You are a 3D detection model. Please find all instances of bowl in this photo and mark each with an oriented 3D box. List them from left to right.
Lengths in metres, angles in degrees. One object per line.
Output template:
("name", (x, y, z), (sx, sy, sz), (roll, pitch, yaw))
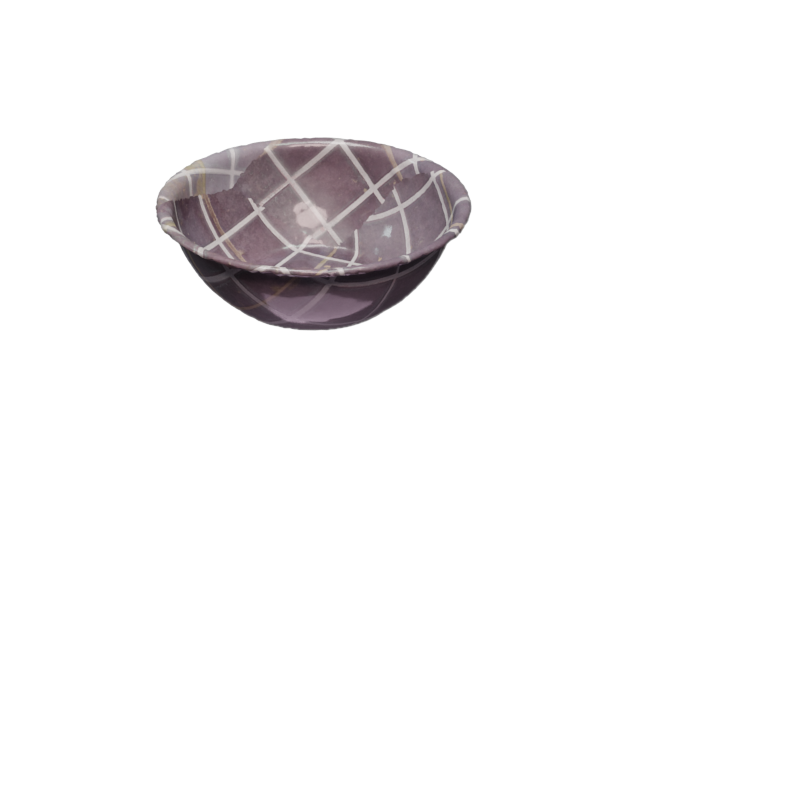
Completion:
("bowl", (-0.046, -0.083, 0.583), (0.162, 0.052, 0.173), (-1, 33, -2))
